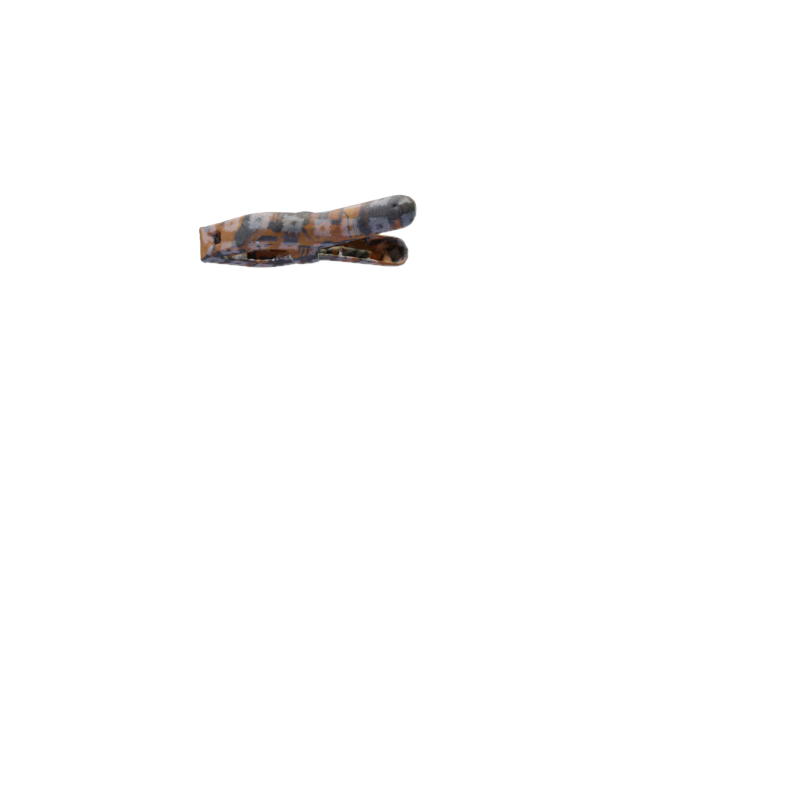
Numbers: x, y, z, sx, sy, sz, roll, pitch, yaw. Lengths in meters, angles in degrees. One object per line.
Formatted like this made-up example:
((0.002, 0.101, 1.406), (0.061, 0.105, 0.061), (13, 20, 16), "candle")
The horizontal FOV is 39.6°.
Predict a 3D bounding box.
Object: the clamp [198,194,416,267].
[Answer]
((-0.068, -0.124, 0.870), (0.173, 0.041, 0.113), (-3, -17, 8), "clamp")
